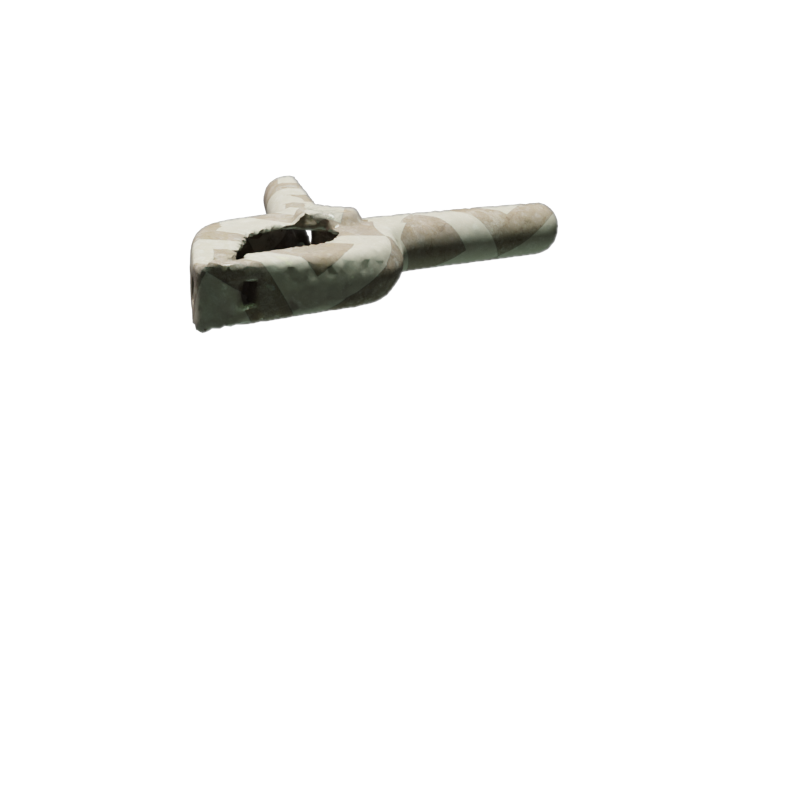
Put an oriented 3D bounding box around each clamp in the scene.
[{"bbox_3d":[-0.041,-0.074,0.521,0.172,0.035,0.208,12,24,30],"label":"clamp"}]
